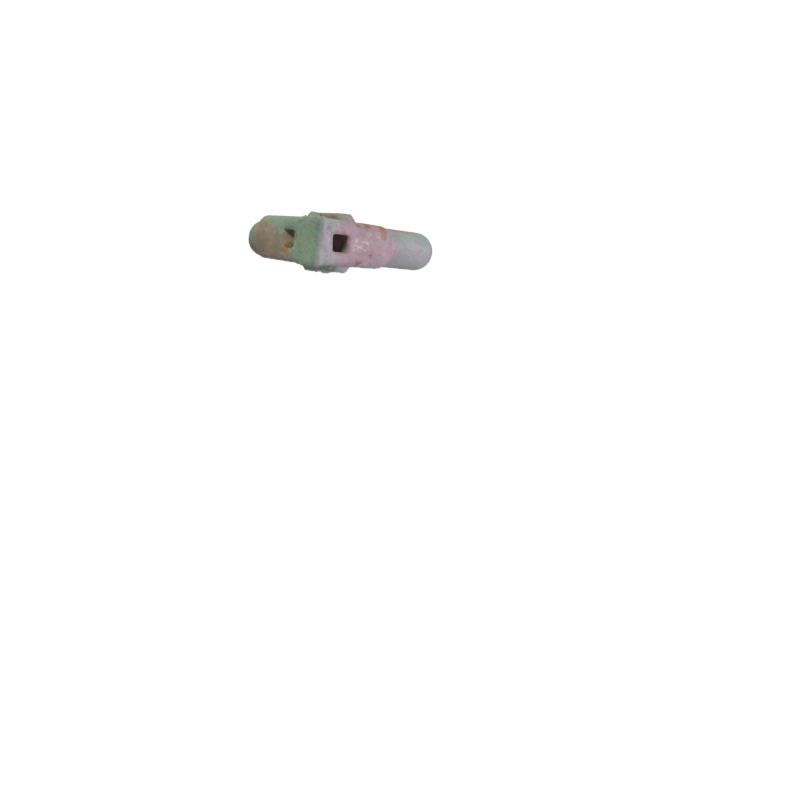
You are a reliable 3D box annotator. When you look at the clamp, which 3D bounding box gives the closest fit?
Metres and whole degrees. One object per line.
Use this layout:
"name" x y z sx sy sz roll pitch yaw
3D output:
"clamp" -0.052 -0.096 0.669 0.122 0.039 0.168 1 4 13
